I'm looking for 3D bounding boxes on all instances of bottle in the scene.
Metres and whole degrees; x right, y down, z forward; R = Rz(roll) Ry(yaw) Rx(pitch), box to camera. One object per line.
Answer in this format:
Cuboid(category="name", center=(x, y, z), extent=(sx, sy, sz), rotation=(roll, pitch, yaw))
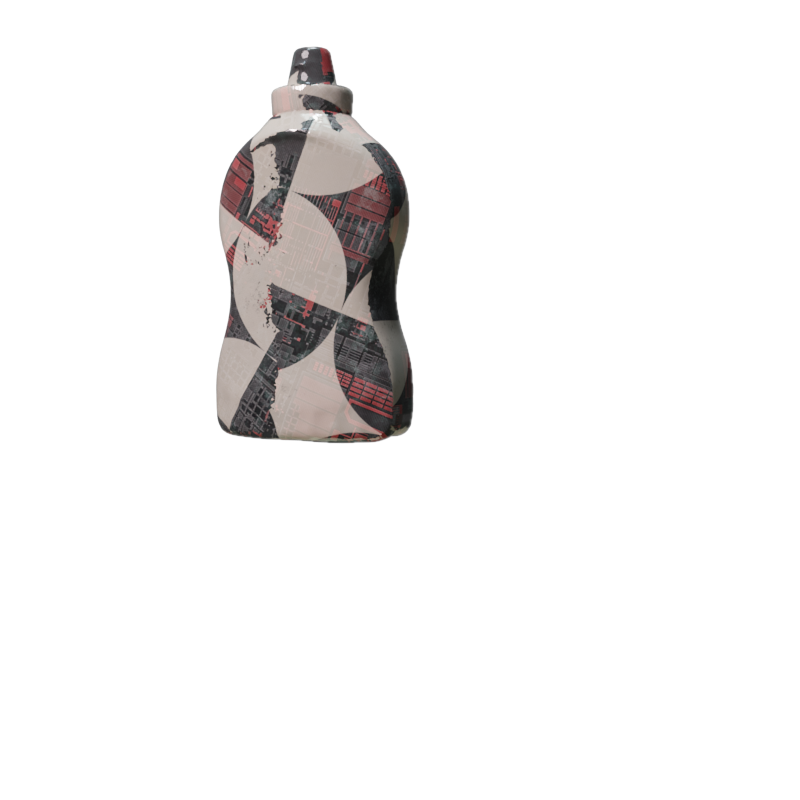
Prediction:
Cuboid(category="bottle", center=(-0.043, -0.078, 0.549), extent=(0.099, 0.193, 0.056), rotation=(-1, -3, 25))
